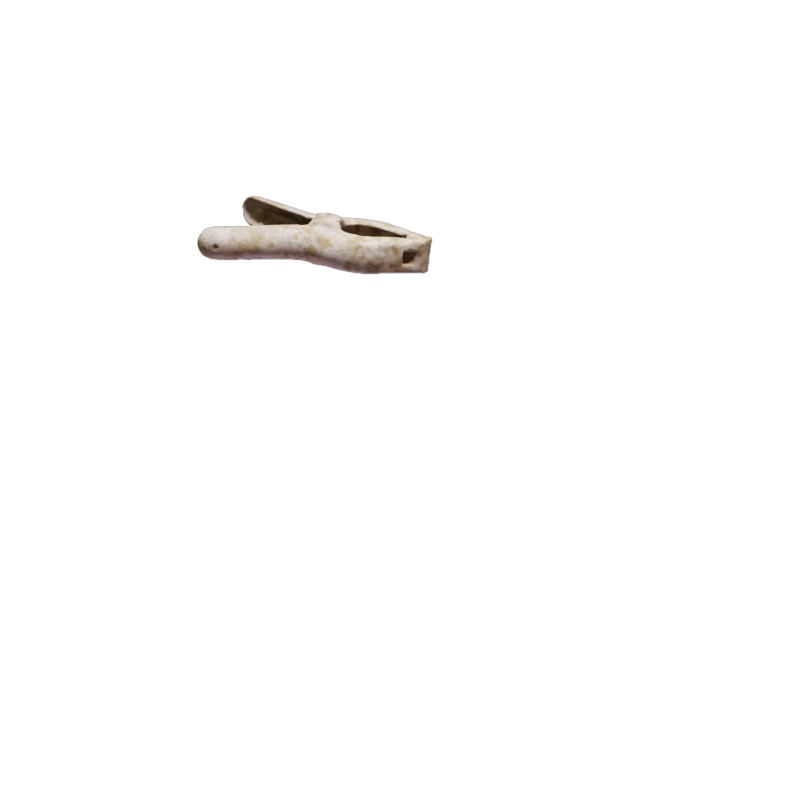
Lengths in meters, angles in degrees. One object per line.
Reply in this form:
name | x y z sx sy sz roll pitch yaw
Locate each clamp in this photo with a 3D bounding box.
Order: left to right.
clamp | -0.066 -0.120 0.841 0.177 0.037 0.123 11 30 20
